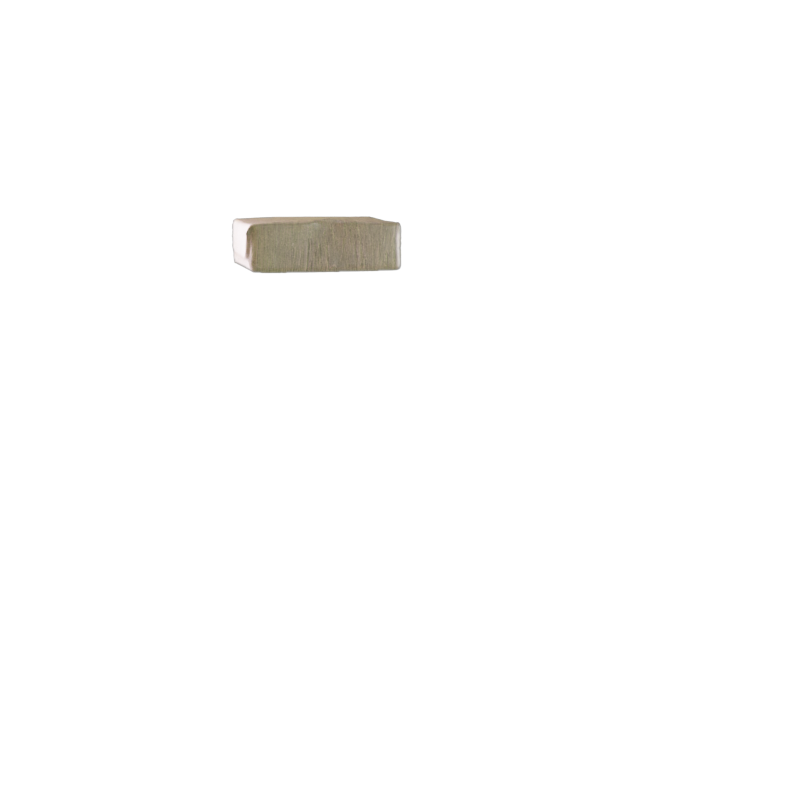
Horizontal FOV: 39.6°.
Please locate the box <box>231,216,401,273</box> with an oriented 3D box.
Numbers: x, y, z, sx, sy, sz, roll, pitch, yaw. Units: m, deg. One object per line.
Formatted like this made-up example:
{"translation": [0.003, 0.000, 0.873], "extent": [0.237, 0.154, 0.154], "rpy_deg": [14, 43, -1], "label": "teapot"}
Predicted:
{"translation": [-0.051, -0.093, 0.650], "extent": [0.088, 0.030, 0.075], "rpy_deg": [-2, 11, -12], "label": "box"}
